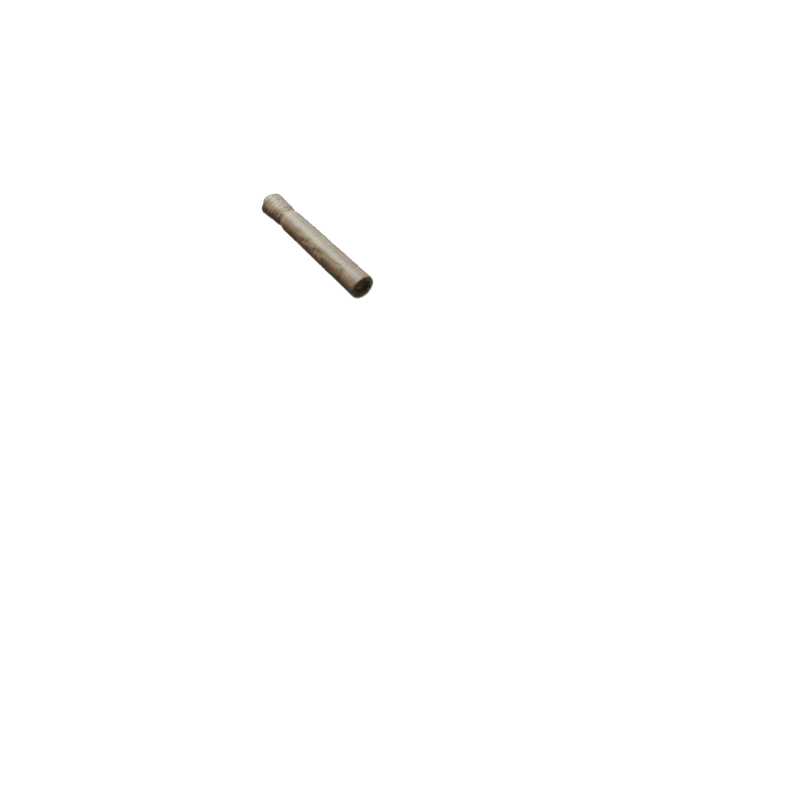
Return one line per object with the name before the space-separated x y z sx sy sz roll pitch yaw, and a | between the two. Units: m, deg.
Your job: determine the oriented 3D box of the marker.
marker | -0.063 -0.116 0.810 0.019 0.019 0.130 -3 37 -44
